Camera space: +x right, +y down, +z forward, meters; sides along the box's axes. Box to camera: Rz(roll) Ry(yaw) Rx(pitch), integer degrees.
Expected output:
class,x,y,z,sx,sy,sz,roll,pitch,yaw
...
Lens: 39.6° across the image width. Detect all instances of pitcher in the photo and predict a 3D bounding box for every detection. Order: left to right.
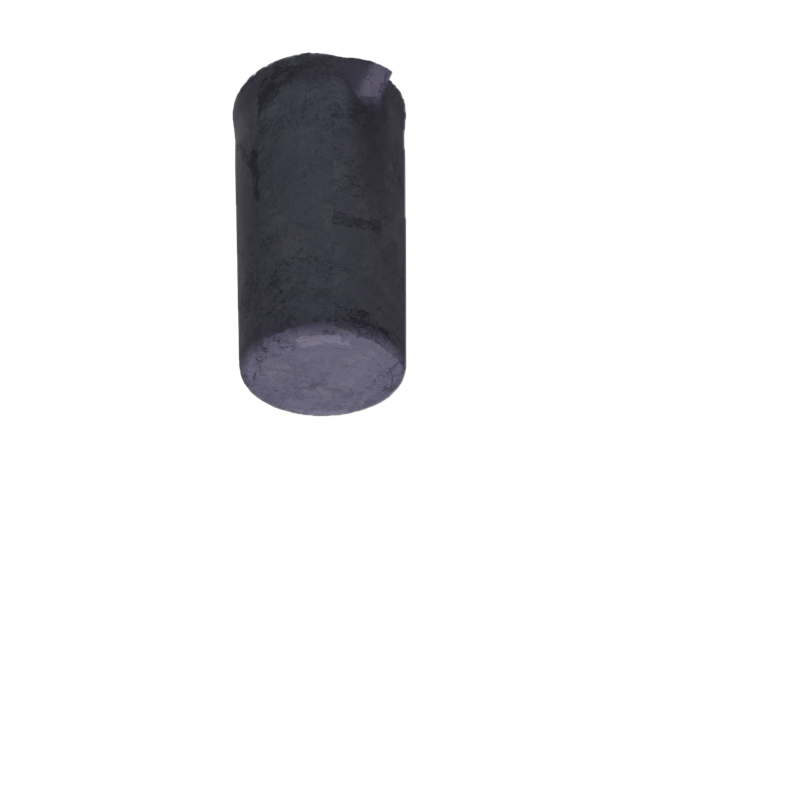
class,x,y,z,sx,sy,sz,roll,pitch,yaw
pitcher,-0.062,-0.112,0.787,0.146,0.260,0.138,-7,-35,6
